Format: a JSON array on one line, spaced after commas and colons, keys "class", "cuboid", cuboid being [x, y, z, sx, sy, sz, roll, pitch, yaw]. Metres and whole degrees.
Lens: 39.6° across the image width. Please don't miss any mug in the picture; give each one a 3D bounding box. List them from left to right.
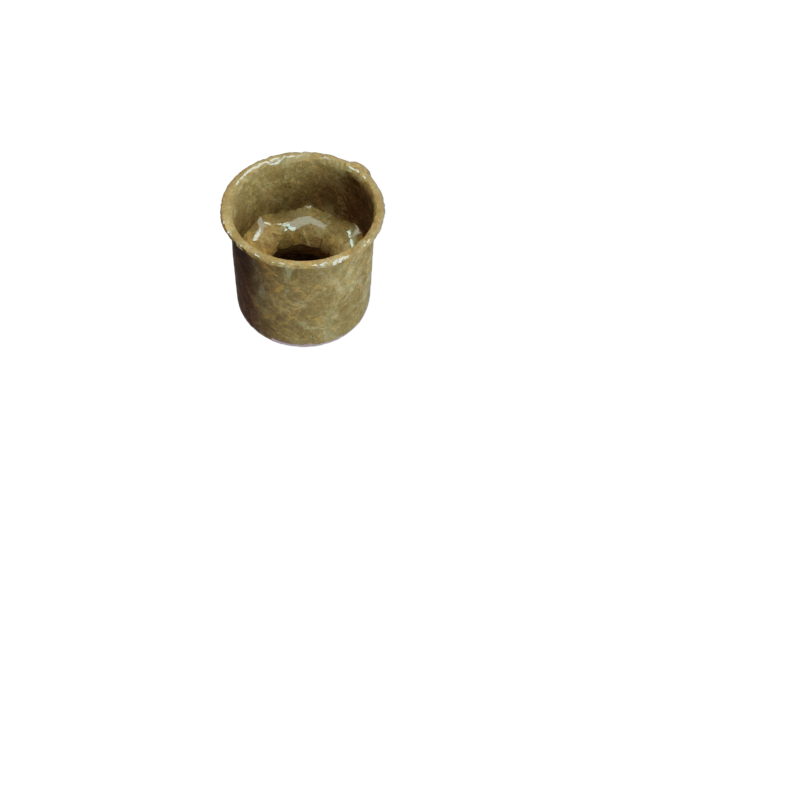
[{"class": "mug", "cuboid": [-0.052, -0.094, 0.659, 0.097, 0.121, 0.076, 23, -36, 16]}]
